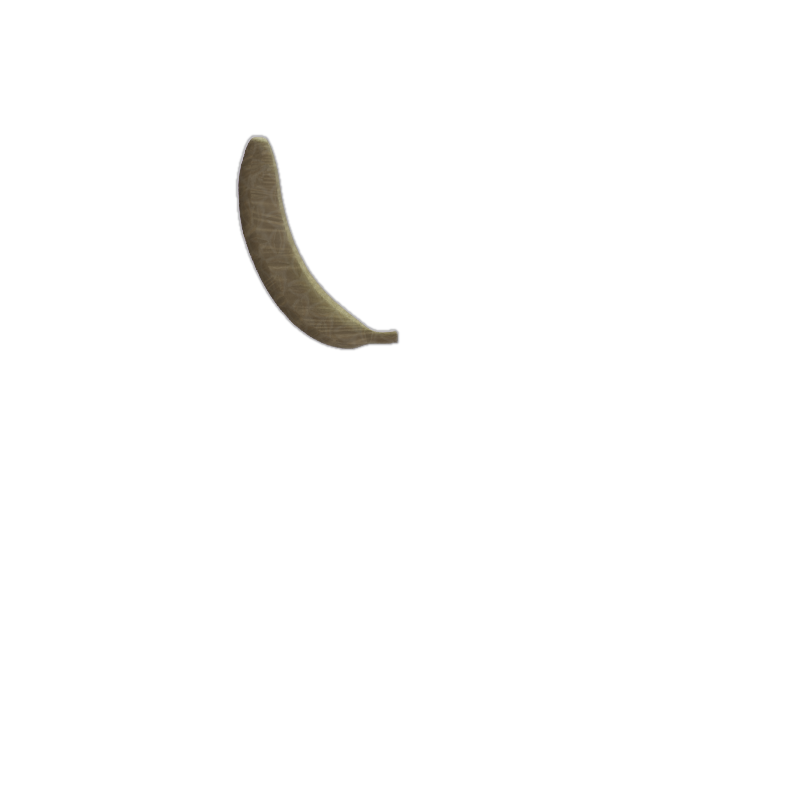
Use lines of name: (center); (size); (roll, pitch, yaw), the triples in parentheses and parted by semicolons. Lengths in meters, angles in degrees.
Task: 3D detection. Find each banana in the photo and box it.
banana: (-0.082, -0.112, 0.880); (0.069, 0.195, 0.037); (-34, 6, 4)
